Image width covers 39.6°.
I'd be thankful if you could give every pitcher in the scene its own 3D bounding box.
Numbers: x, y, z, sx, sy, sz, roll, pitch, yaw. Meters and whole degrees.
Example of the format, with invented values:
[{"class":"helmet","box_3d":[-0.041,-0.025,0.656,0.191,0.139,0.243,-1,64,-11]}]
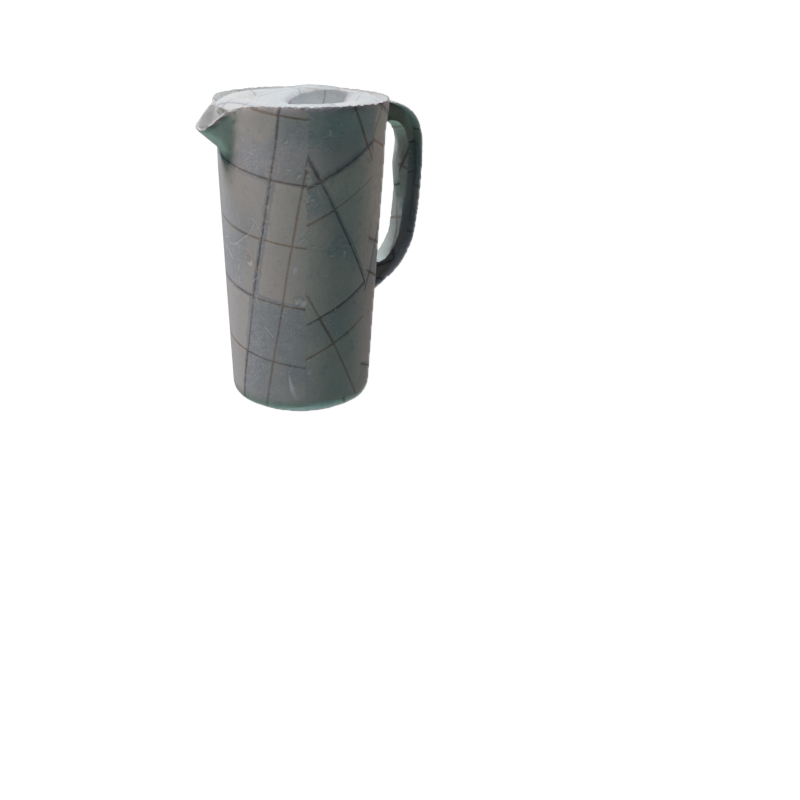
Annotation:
[{"class":"pitcher","box_3d":[-0.068,-0.123,0.865,0.152,0.234,0.148,5,18,12]}]
